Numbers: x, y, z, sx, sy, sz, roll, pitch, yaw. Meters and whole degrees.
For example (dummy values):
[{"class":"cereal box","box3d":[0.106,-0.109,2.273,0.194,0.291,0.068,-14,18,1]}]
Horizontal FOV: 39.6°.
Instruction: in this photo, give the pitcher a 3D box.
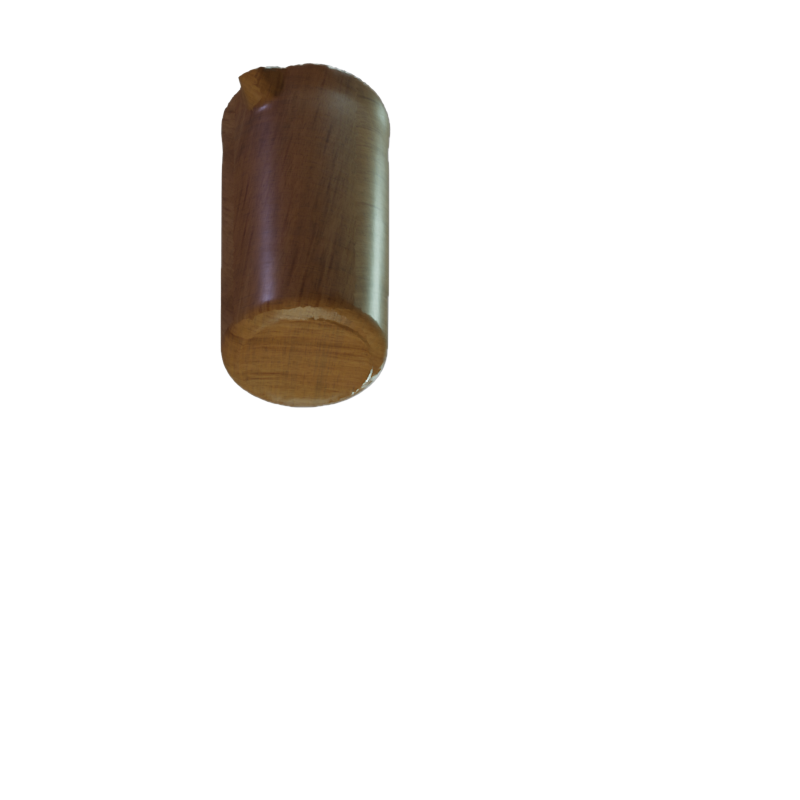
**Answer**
[{"class":"pitcher","box3d":[-0.062,-0.114,0.798,0.146,0.261,0.138,10,-43,-15]}]
